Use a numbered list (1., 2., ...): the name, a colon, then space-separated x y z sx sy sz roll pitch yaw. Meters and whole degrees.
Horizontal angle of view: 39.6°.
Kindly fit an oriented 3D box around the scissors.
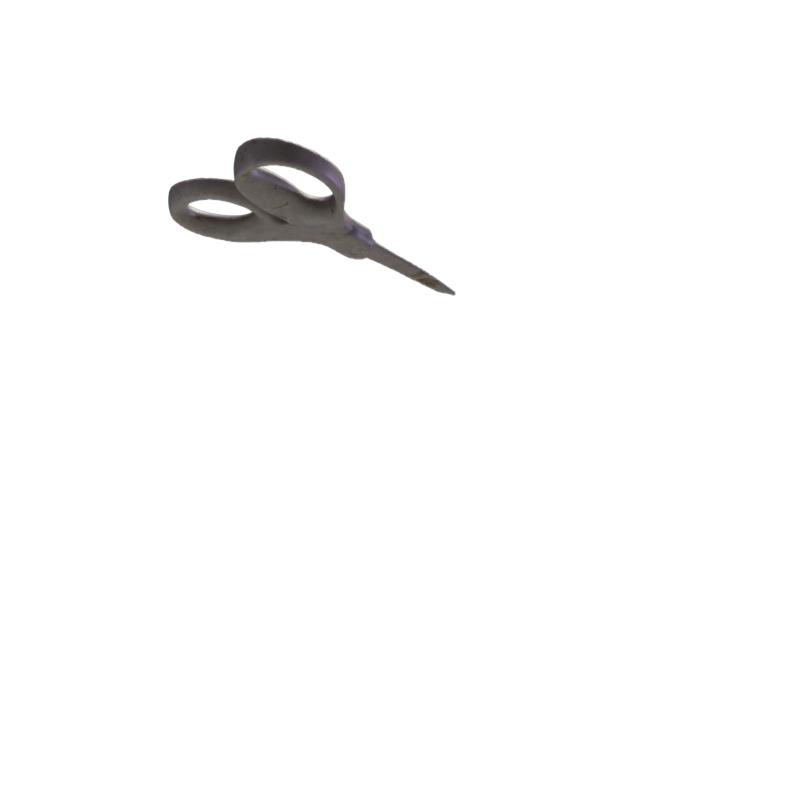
1. scissors: -0.045 -0.083 0.578 0.098 0.016 0.189 -6 -18 20
